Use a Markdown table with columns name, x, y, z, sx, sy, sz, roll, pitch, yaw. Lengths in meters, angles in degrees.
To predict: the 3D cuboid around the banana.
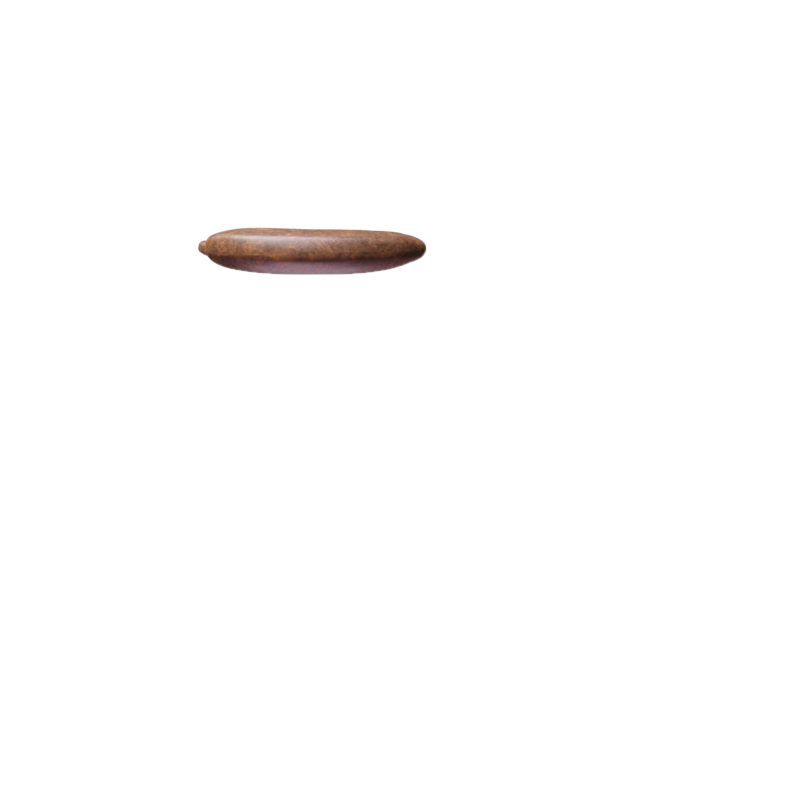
| name | x | y | z | sx | sy | sz | roll | pitch | yaw |
| --- | --- | --- | --- | --- | --- | --- | --- | --- | --- |
| banana | -0.079 | -0.127 | 0.922 | 0.200 | 0.035 | 0.072 | 3 | 22 | 7 |
